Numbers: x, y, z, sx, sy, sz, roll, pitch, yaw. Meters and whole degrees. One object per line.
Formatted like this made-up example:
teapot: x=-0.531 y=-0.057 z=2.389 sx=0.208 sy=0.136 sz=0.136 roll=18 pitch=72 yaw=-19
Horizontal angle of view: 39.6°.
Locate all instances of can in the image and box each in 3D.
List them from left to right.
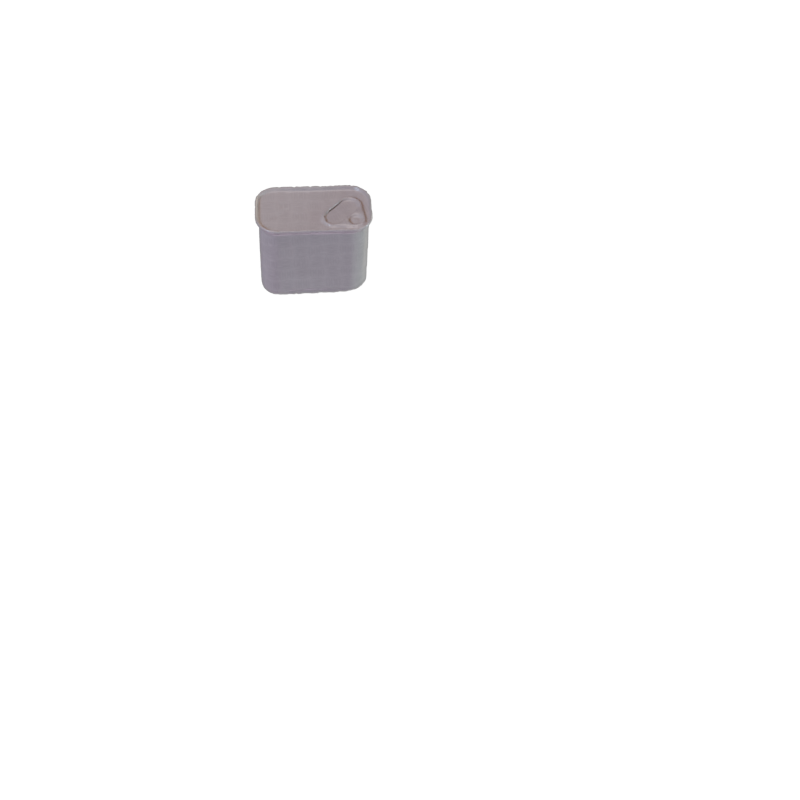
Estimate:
can: x=-0.077 y=-0.141 z=0.990 sx=0.101 sy=0.062 sz=0.078 roll=-2 pitch=-41 yaw=-3
